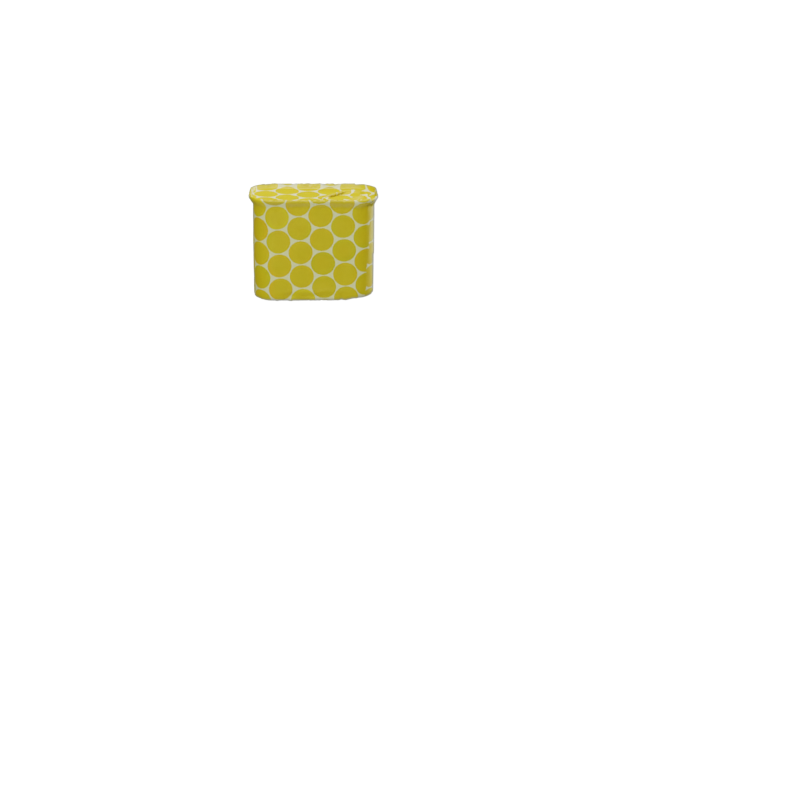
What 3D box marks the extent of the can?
[{"bbox_3d":[-0.070,-0.127,0.889,0.102,0.080,0.060,0,19,-2],"label":"can"}]
